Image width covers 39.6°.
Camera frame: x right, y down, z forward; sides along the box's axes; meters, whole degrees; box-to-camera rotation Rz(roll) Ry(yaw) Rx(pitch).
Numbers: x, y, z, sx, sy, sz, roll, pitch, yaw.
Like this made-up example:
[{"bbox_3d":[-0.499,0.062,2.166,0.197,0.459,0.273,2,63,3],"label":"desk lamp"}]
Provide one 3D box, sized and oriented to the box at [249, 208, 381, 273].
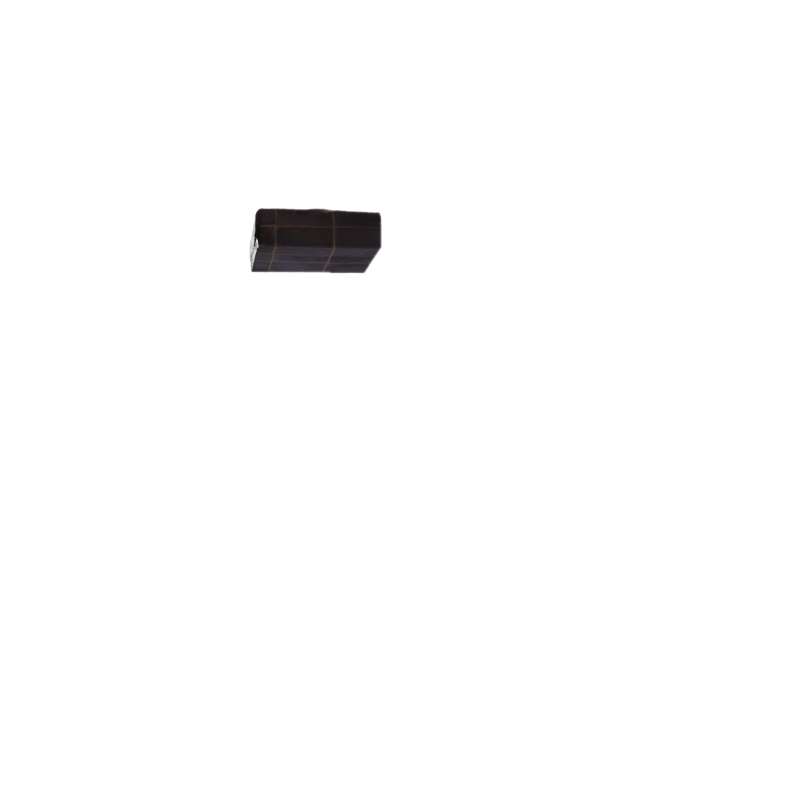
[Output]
[{"bbox_3d":[-0.063,-0.114,0.800,0.088,0.031,0.072,1,-9,-8],"label":"box"}]
